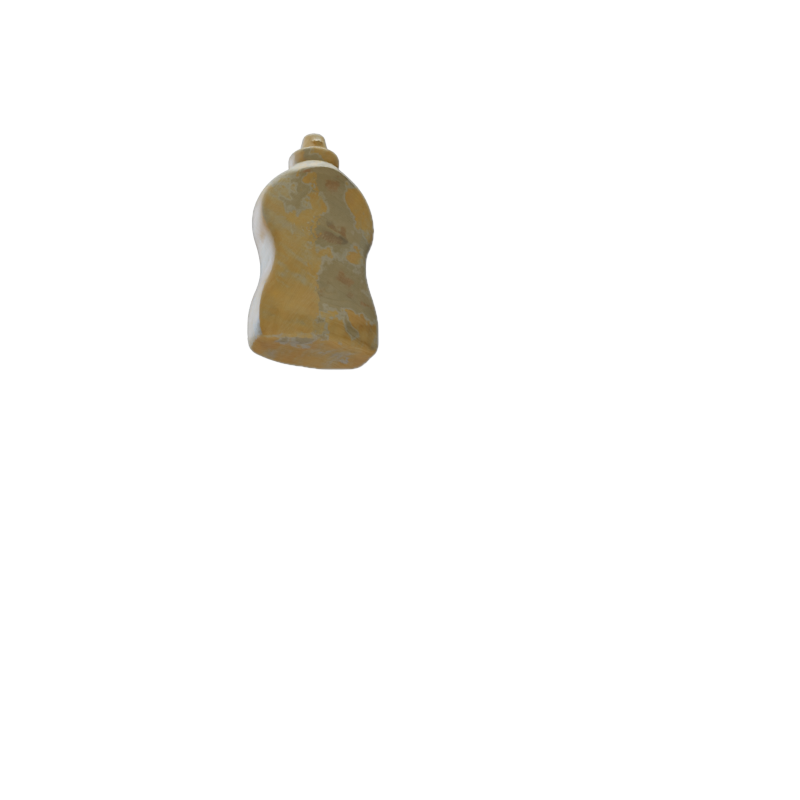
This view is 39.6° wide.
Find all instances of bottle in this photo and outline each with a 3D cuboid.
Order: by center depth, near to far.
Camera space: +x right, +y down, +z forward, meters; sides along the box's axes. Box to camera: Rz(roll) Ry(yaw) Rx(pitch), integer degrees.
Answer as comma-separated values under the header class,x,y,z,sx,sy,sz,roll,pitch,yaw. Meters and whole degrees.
class,x,y,z,sx,sy,sz,roll,pitch,yaw
bottle,-0.067,-0.123,0.859,0.093,0.203,0.057,8,-29,-19
